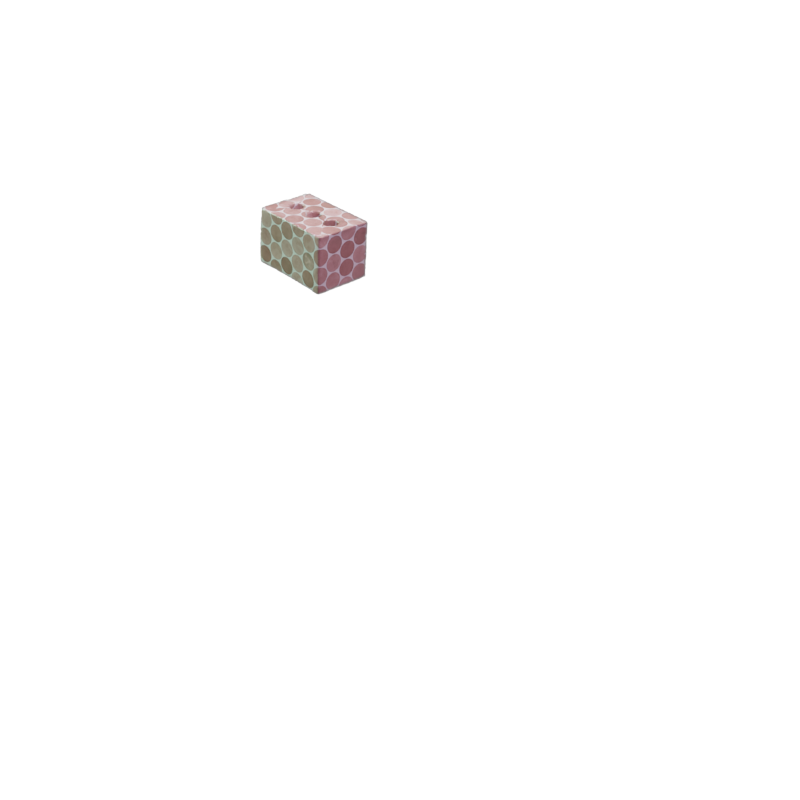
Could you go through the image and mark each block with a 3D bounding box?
[{"bbox_3d":[-0.071,-0.129,0.906,0.052,0.048,0.083,-23,38,-35],"label":"block"}]
